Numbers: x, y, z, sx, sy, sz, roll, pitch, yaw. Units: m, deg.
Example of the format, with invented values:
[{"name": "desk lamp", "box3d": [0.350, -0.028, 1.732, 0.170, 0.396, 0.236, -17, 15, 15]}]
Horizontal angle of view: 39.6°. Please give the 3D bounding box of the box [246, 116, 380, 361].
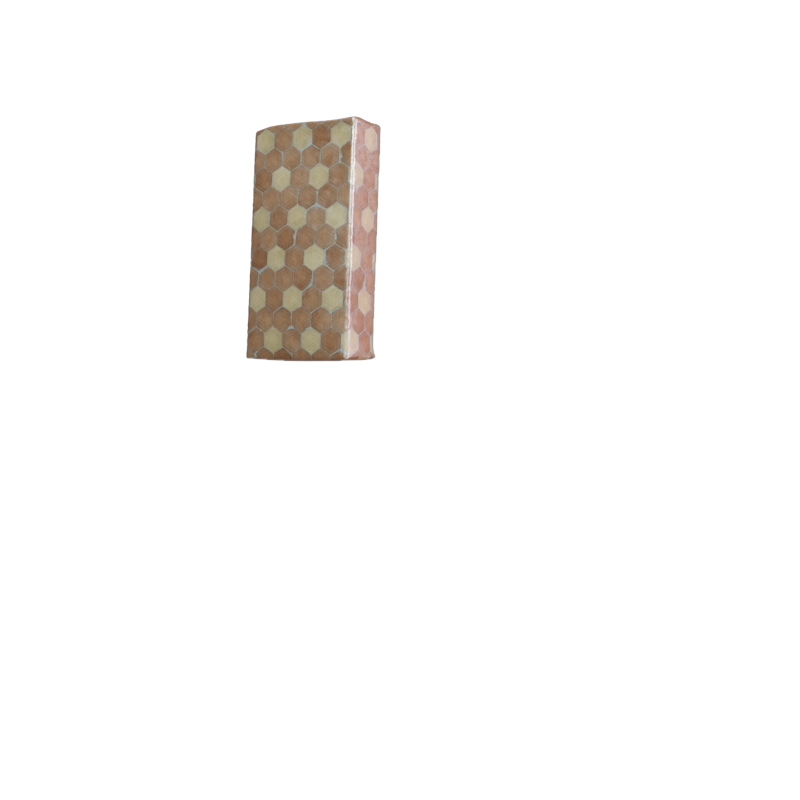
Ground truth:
[{"name": "box", "box3d": [-0.065, -0.118, 0.824, 0.096, 0.178, 0.046, -3, -5, 32]}]
